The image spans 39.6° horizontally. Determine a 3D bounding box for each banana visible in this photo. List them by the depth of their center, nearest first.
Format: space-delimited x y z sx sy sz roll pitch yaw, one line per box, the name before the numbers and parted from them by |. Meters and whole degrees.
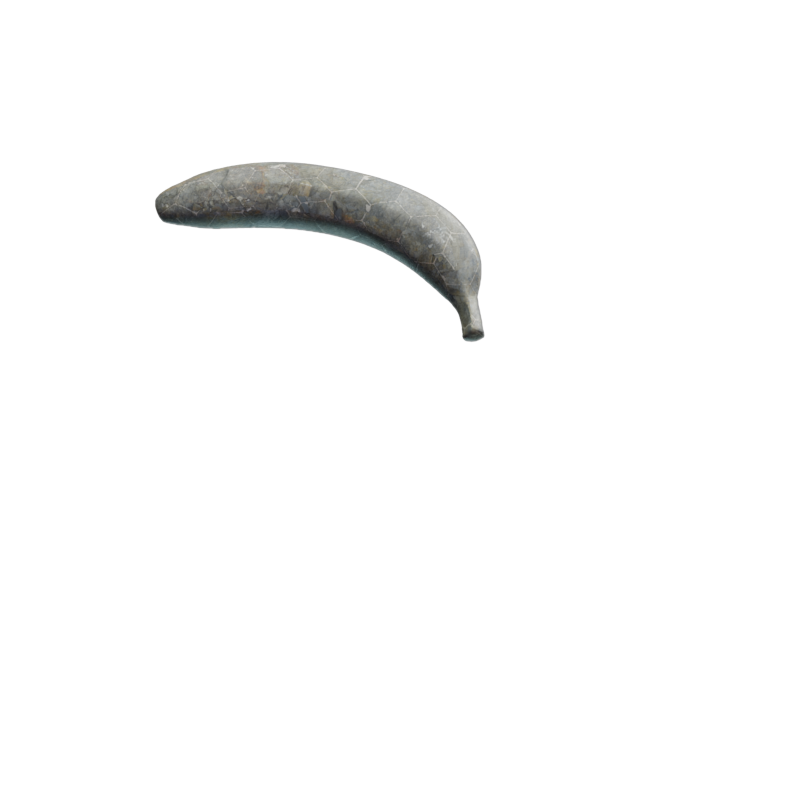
banana | -0.036 -0.098 0.607 0.205 0.072 0.034 21 -37 17
